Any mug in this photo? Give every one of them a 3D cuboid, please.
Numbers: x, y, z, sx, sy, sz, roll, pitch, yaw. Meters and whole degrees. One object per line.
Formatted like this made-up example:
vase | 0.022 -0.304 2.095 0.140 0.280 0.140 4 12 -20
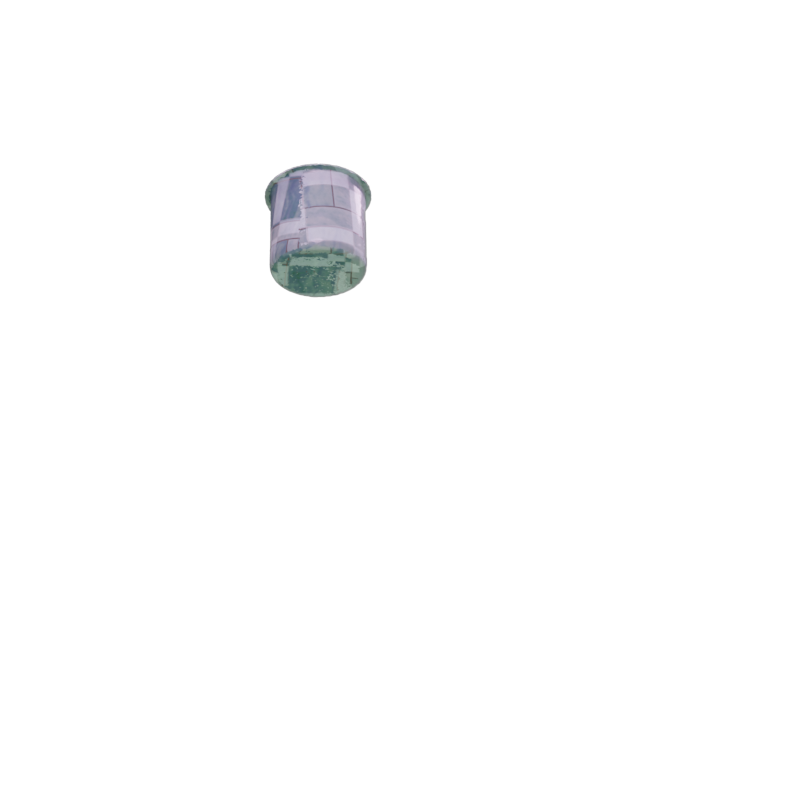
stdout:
mug | -0.075 -0.136 0.952 0.090 0.087 0.113 11 -32 -20
